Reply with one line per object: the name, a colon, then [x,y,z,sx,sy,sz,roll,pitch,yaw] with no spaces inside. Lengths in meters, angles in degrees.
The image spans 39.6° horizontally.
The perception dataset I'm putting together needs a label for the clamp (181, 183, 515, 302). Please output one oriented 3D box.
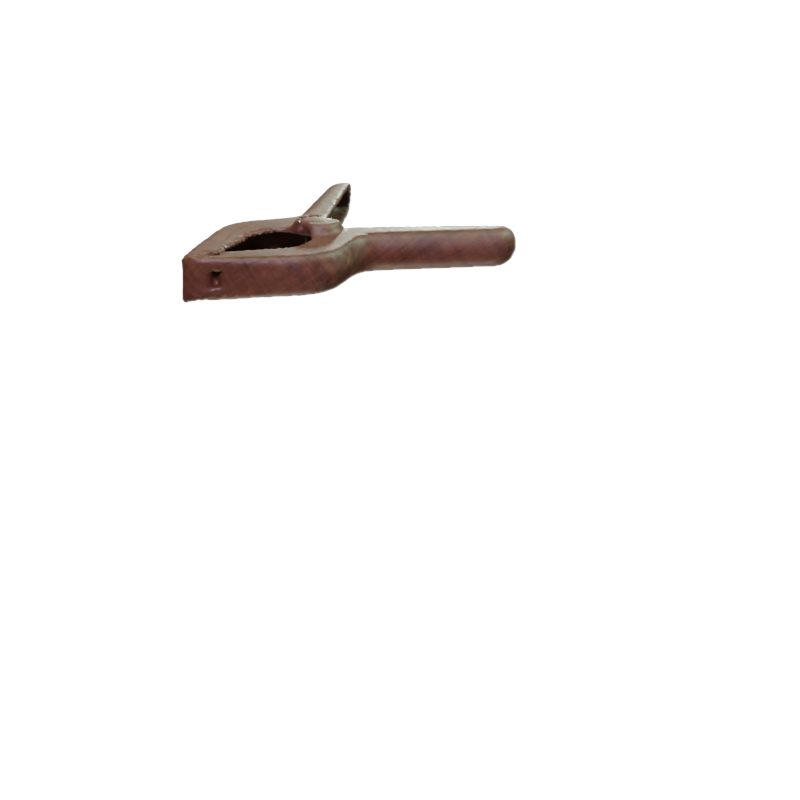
clamp: [-0.055,-0.101,0.708,0.206,0.035,0.175,-17,29,-34]
